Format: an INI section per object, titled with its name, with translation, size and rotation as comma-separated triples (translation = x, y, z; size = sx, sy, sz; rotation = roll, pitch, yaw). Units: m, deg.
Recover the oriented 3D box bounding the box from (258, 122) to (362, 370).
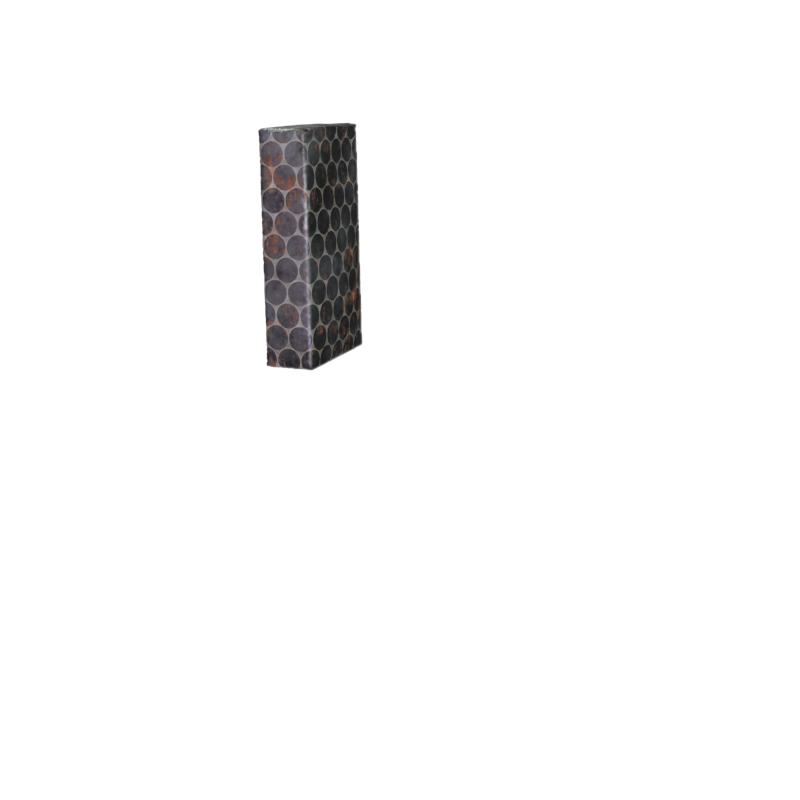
[box]
translation = -0.065, -0.120, 0.838
size = 0.050, 0.172, 0.093
rotation = 5, 12, 22
